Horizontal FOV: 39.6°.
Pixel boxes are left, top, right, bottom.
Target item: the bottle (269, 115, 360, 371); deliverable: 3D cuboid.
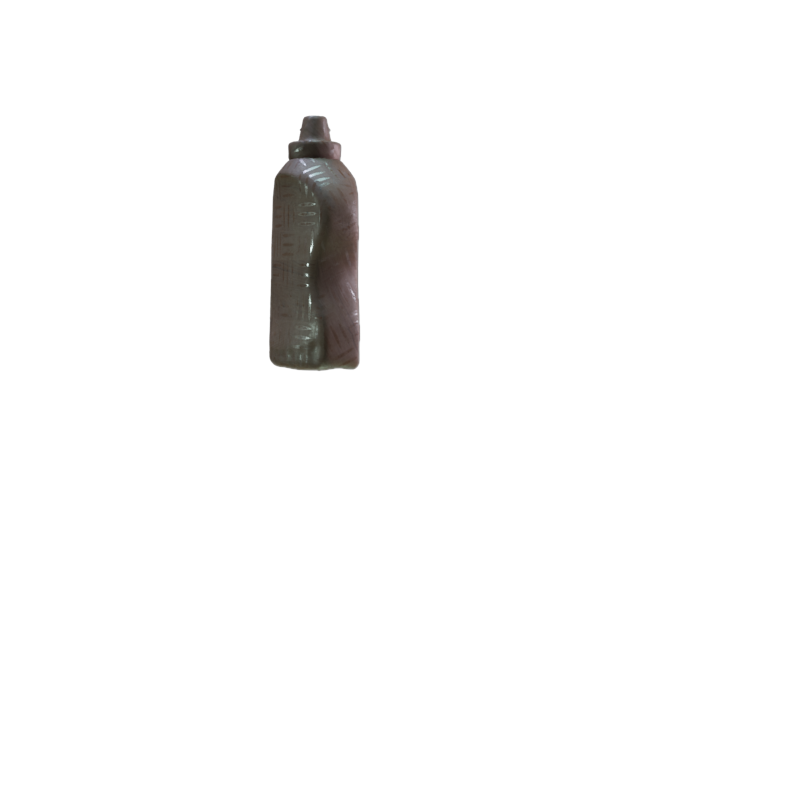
[{"bbox_3d":[-0.066,-0.121,0.847,0.057,0.192,0.099,1,-1,-27],"label":"bottle"}]
